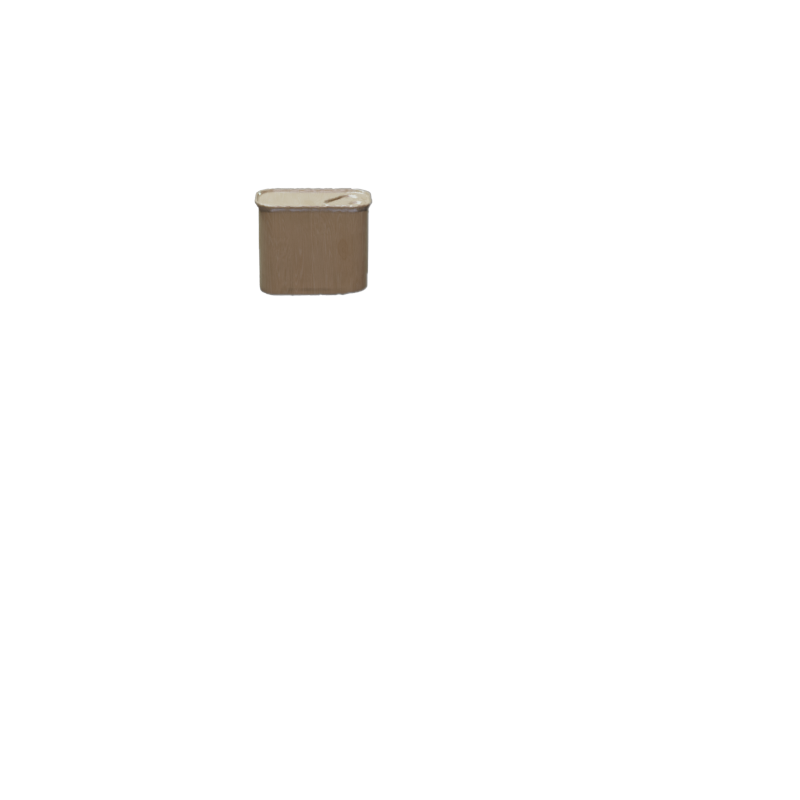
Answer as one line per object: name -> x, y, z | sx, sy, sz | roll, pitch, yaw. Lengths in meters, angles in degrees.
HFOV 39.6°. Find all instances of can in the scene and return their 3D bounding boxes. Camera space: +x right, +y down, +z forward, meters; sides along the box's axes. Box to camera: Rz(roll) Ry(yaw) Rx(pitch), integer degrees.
can -> -0.076, -0.140, 0.978 | 0.102, 0.080, 0.060 | 0, 21, -2
